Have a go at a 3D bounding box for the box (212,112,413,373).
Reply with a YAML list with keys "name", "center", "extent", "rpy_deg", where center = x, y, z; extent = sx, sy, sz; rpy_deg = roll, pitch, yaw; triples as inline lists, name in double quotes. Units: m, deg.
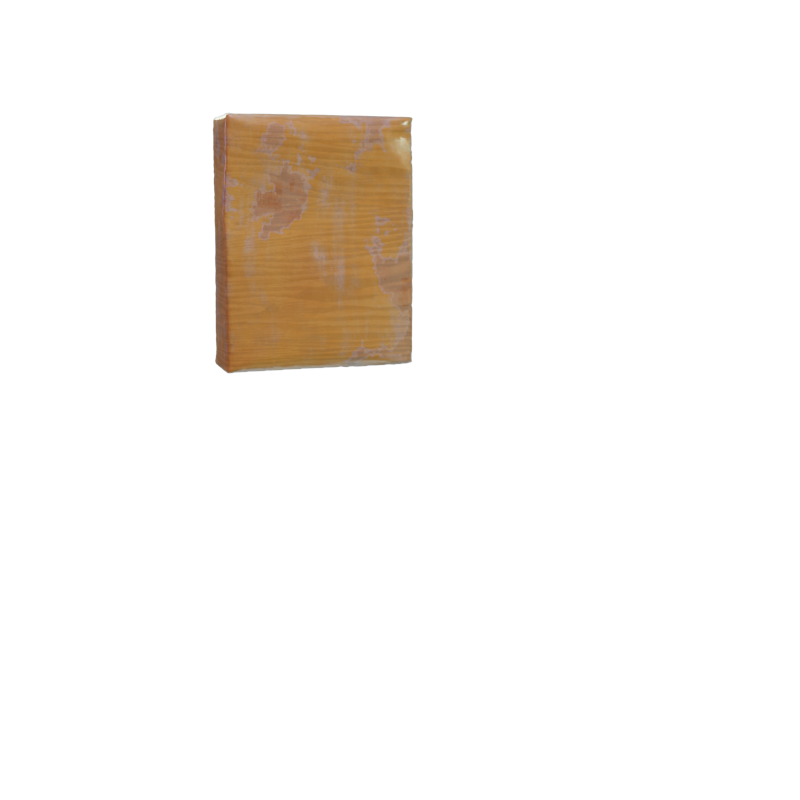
- name: "box"
  center: [-0.074, -0.135, 0.942]
  extent: [0.161, 0.212, 0.074]
  rpy_deg: [-1, 4, -15]
